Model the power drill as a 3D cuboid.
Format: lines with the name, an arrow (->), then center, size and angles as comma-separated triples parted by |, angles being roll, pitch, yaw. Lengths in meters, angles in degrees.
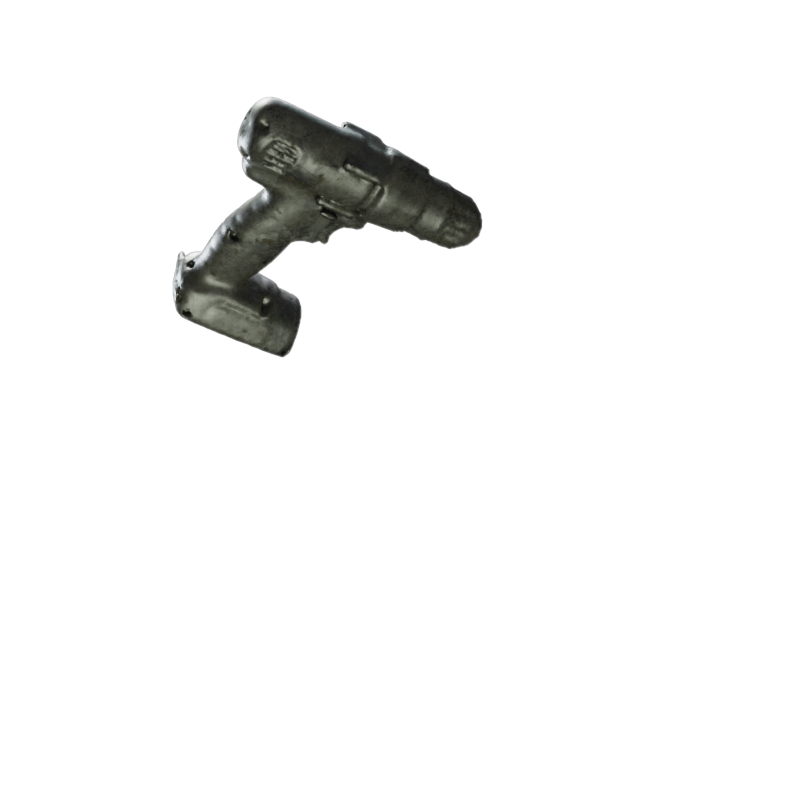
power drill -> -0.061, -0.111, 0.780 | 0.176, 0.062, 0.183 | 25, -51, -23
